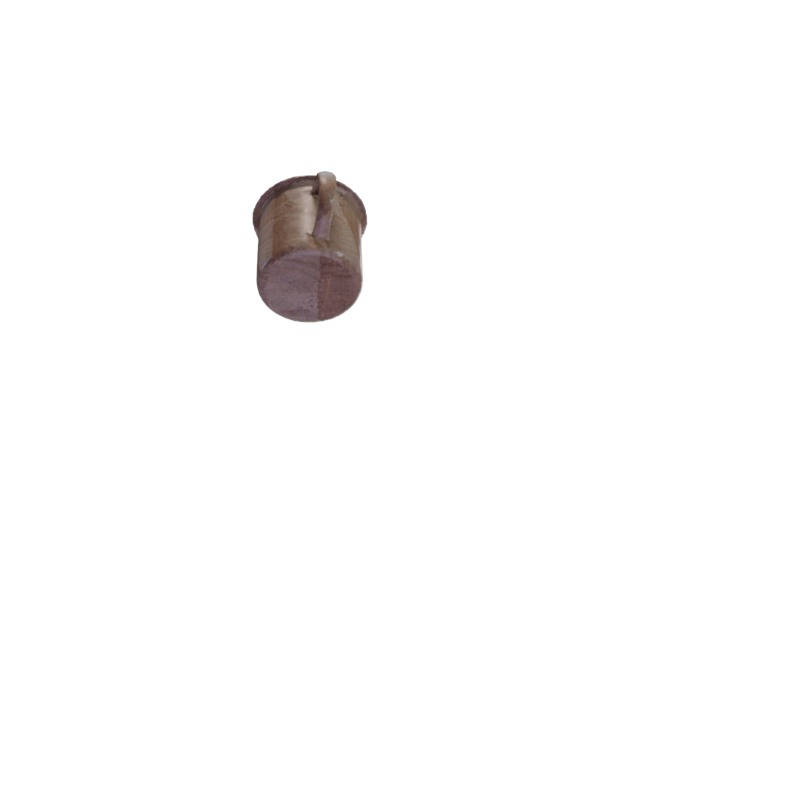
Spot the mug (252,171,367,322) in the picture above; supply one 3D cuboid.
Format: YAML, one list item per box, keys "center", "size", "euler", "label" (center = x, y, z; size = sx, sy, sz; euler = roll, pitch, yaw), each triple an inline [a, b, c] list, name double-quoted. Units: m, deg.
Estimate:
- center: [-0.067, -0.123, 0.861]
  size: [0.091, 0.087, 0.111]
  euler: [11, -46, -13]
  label: "mug"
